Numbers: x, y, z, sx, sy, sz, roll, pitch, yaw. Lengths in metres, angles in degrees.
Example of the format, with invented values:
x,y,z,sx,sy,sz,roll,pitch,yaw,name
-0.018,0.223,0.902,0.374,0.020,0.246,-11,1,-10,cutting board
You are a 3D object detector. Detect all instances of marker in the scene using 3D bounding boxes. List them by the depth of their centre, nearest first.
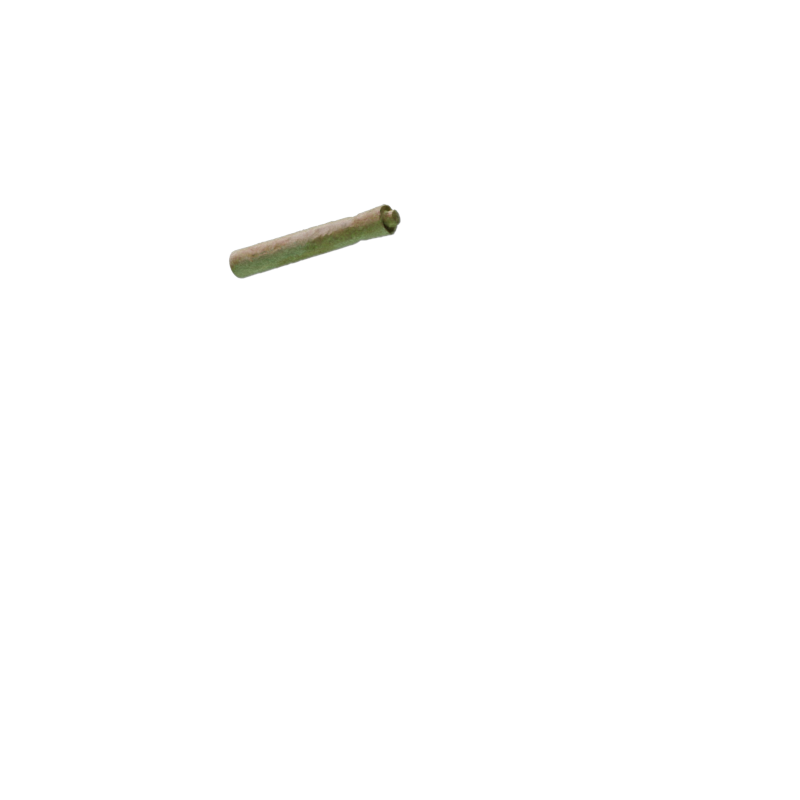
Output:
x,y,z,sx,sy,sz,roll,pitch,yaw,name
-0.053,-0.097,0.678,0.123,0.020,0.019,-11,-3,32,marker
